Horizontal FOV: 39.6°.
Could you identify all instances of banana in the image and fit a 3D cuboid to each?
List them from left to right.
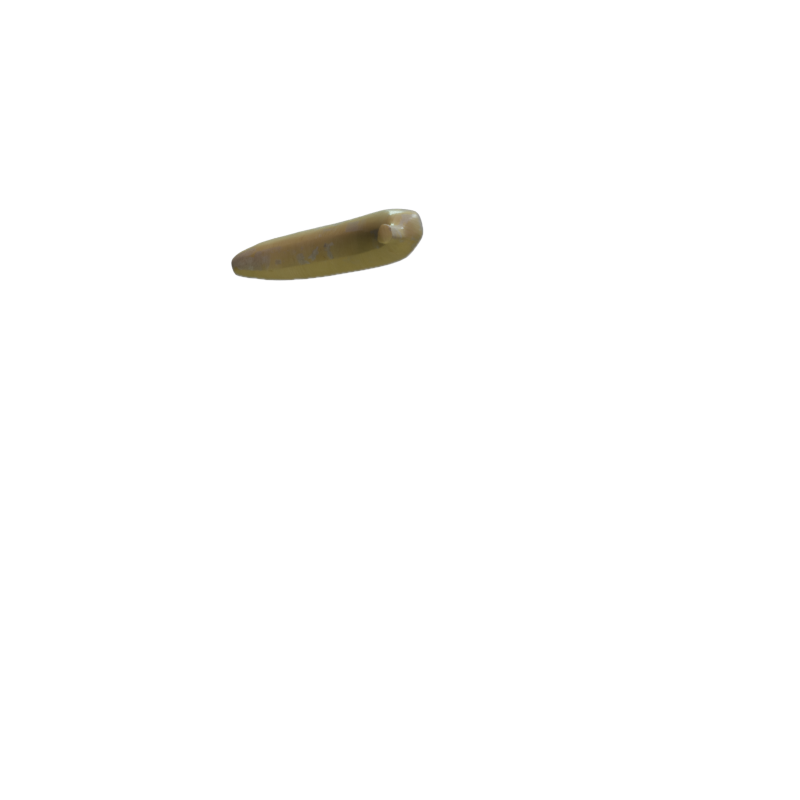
[{"bbox_3d":[-0.044,-0.111,0.787,0.067,0.037,0.203,4,-5,-37],"label":"banana"}]
